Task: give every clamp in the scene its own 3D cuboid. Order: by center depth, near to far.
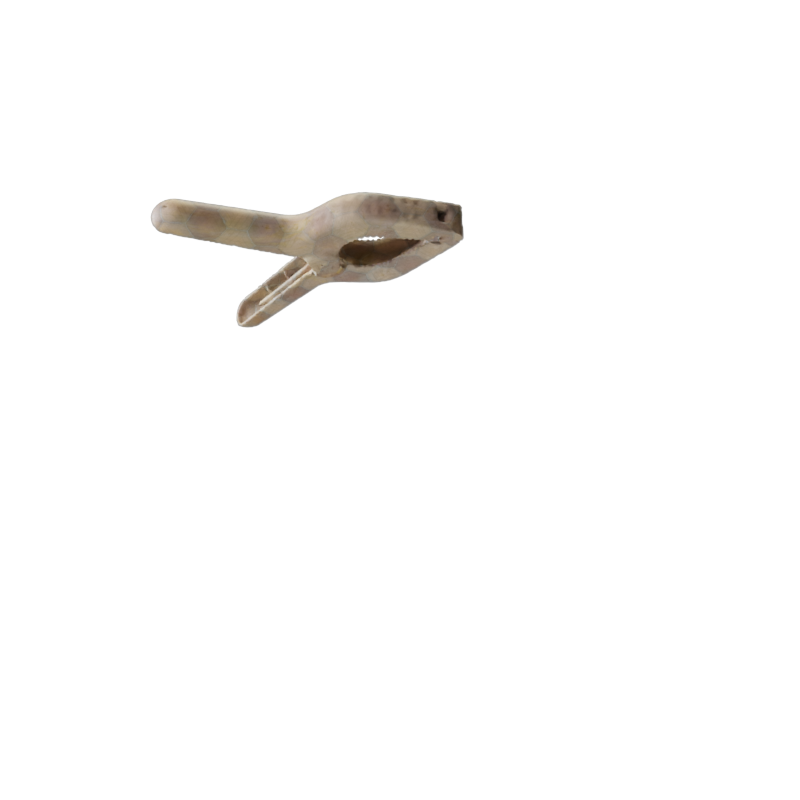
[{"bbox_3d":[-0.062,-0.113,0.791,0.213,0.039,0.152,-11,-28,22],"label":"clamp"}]
